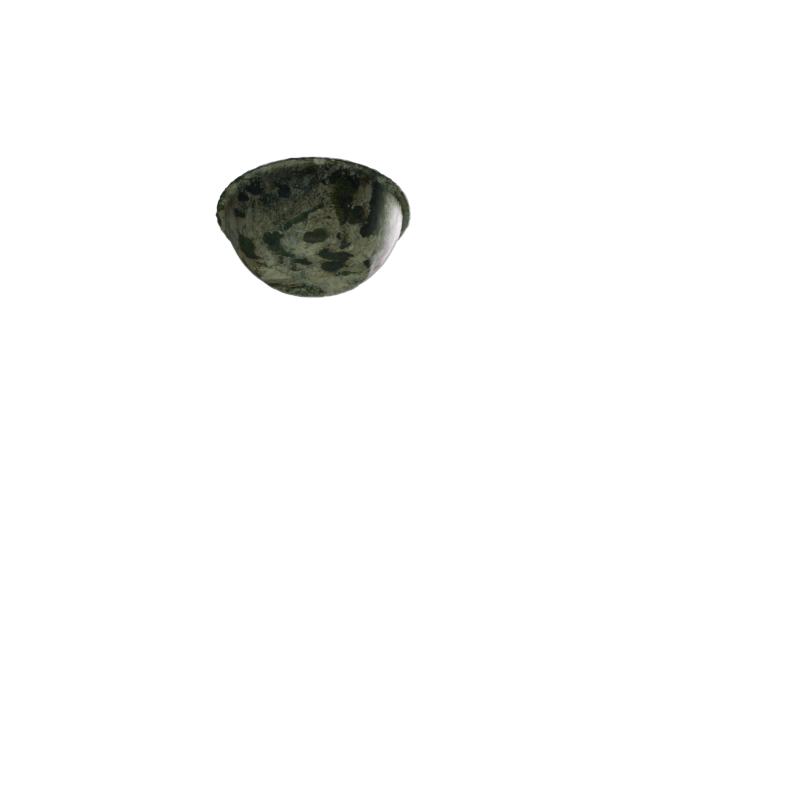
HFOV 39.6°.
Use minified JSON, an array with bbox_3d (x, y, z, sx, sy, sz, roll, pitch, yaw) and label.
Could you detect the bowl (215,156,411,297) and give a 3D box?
[{"bbox_3d":[-0.071,-0.130,0.908,0.162,0.059,0.152,1,-27,-2],"label":"bowl"}]
